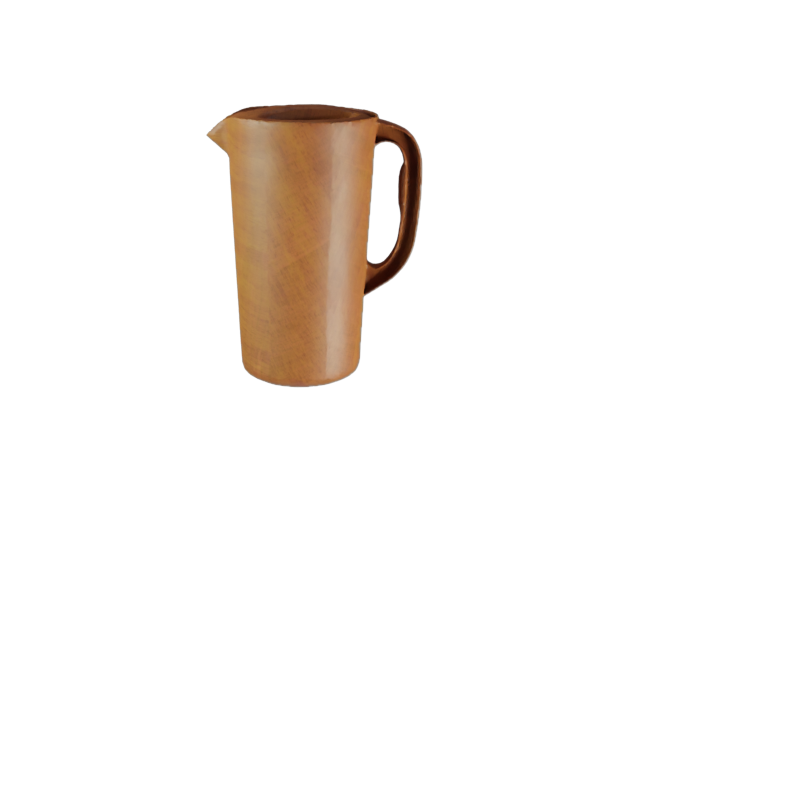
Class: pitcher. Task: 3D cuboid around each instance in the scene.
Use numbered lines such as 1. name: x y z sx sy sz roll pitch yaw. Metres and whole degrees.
1. pitcher: -0.077 -0.141 0.986 0.142 0.235 0.158 -14 22 -43
